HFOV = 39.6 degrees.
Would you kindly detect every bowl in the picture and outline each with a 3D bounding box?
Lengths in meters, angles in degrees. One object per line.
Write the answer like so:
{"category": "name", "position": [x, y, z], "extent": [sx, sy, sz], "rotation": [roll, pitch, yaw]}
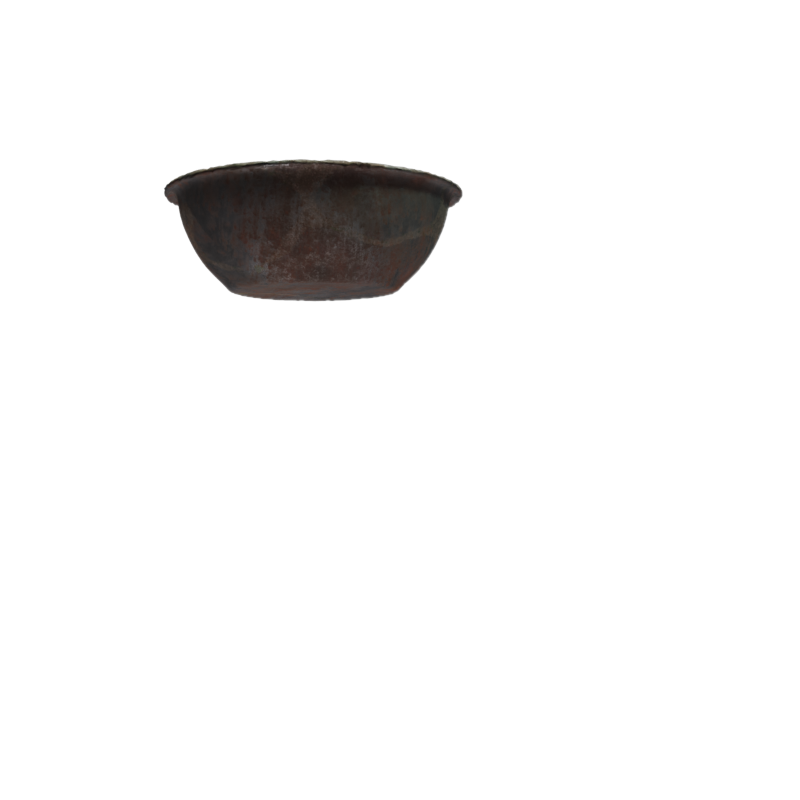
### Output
{"category": "bowl", "position": [-0.047, -0.085, 0.598], "extent": [0.162, 0.056, 0.160], "rotation": [0, -2, -2]}
